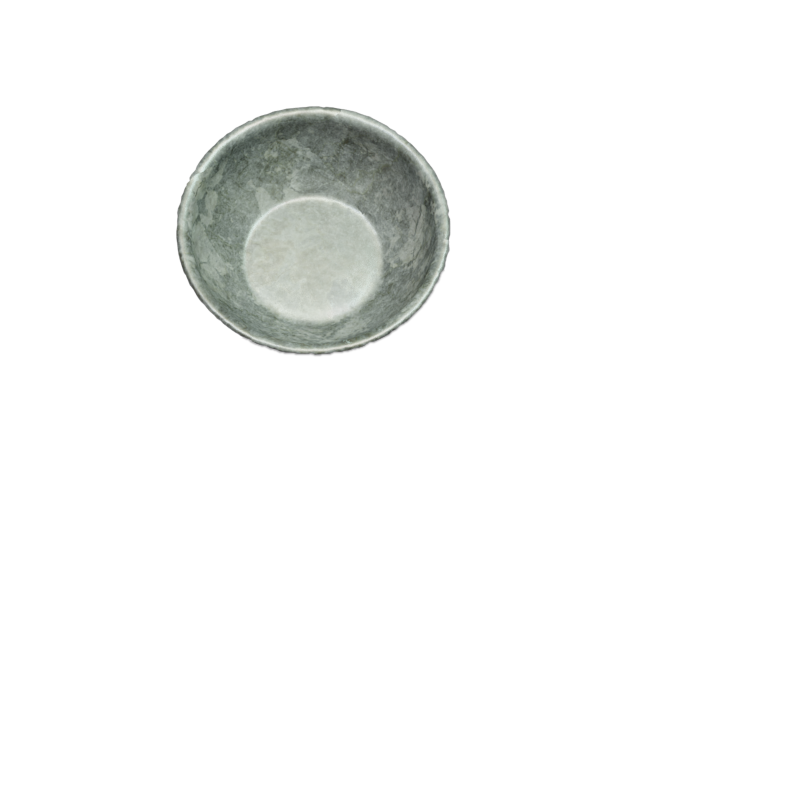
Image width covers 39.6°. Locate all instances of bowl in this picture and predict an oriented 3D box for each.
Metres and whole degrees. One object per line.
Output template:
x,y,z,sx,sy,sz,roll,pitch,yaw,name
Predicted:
-0.053,-0.096,0.676,0.162,0.171,0.052,-1,-23,-1,bowl
